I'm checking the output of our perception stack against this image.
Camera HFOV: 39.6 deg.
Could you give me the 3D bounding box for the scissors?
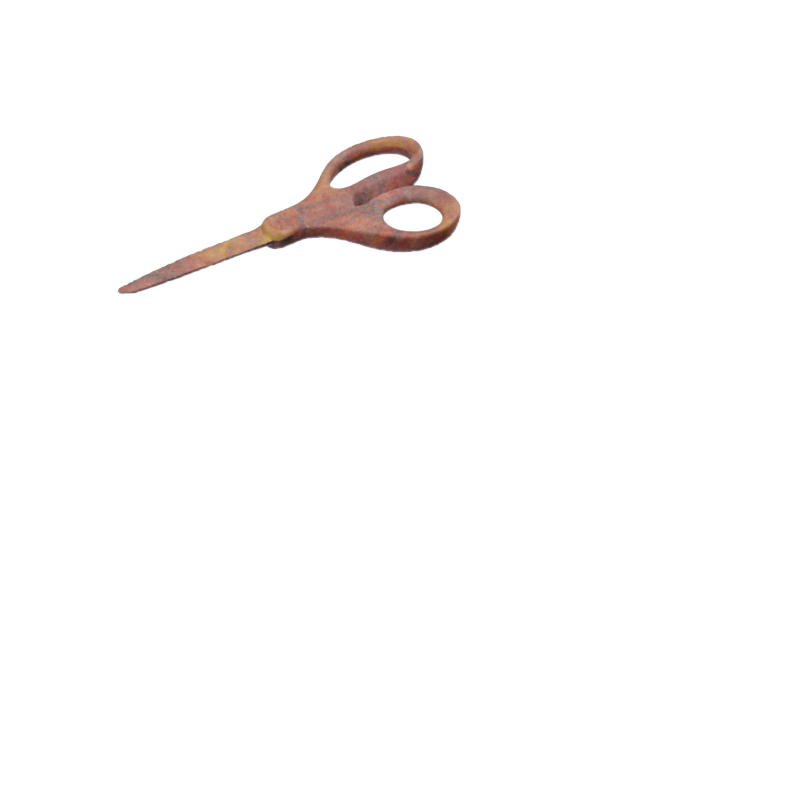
[{"bbox_3d":[-0.048,-0.088,0.617,0.102,0.015,0.204,35,57,26],"label":"scissors"}]
